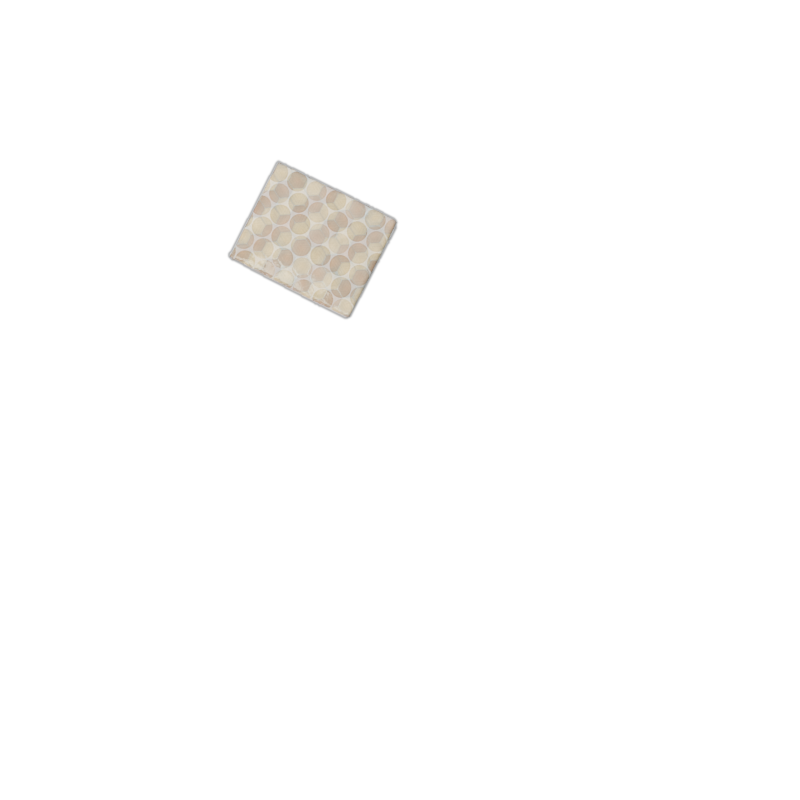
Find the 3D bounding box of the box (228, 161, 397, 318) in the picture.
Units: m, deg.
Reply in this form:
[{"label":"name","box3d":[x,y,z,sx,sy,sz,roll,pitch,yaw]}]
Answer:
[{"label":"box","box3d":[-0.072,-0.131,0.918,0.114,0.091,0.038,26,-6,3]}]
